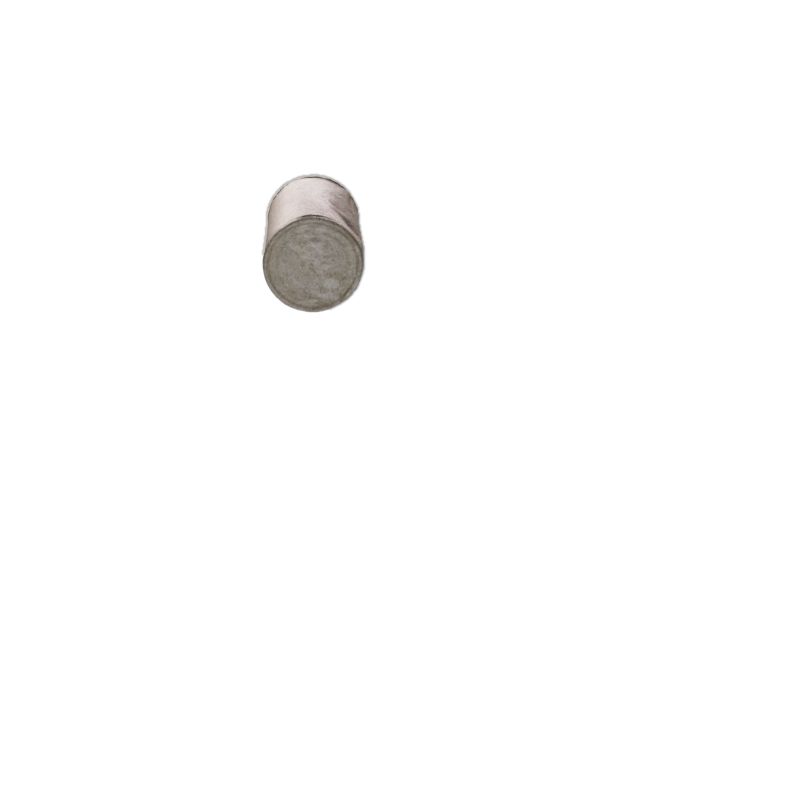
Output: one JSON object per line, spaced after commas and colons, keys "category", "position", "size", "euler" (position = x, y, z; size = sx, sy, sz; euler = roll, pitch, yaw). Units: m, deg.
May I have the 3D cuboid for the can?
{"category": "can", "position": [-0.060, -0.110, 0.768], "size": [0.068, 0.065, 0.107], "euler": [0, 24, -3]}
